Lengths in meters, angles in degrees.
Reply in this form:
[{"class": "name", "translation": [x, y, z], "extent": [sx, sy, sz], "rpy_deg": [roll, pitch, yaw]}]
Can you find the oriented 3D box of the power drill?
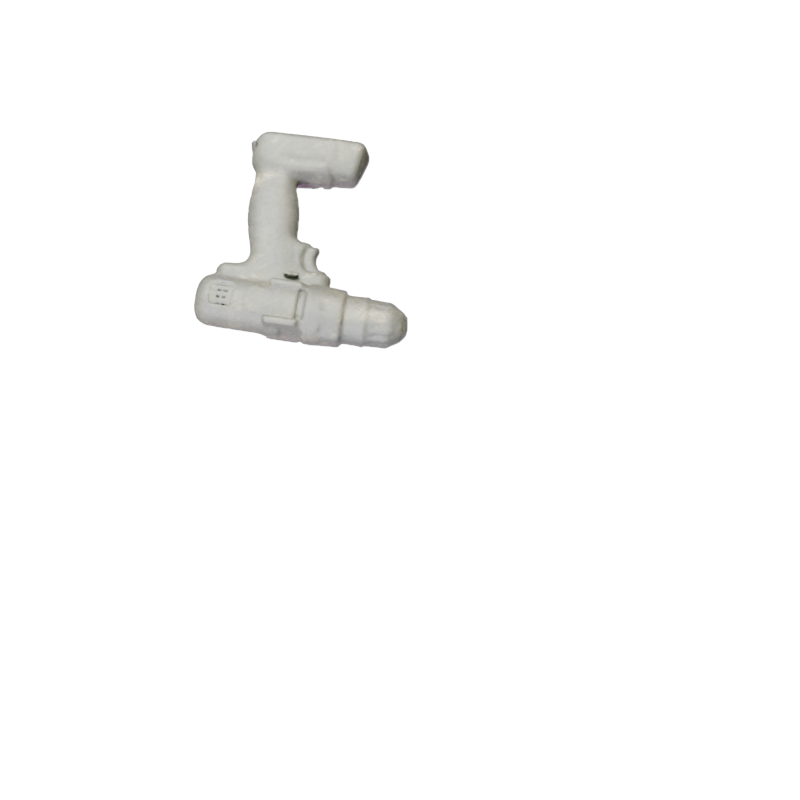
[{"class": "power drill", "translation": [-0.077, -0.140, 0.979], "extent": [0.185, 0.197, 0.054], "rpy_deg": [8, -23, 3]}]
